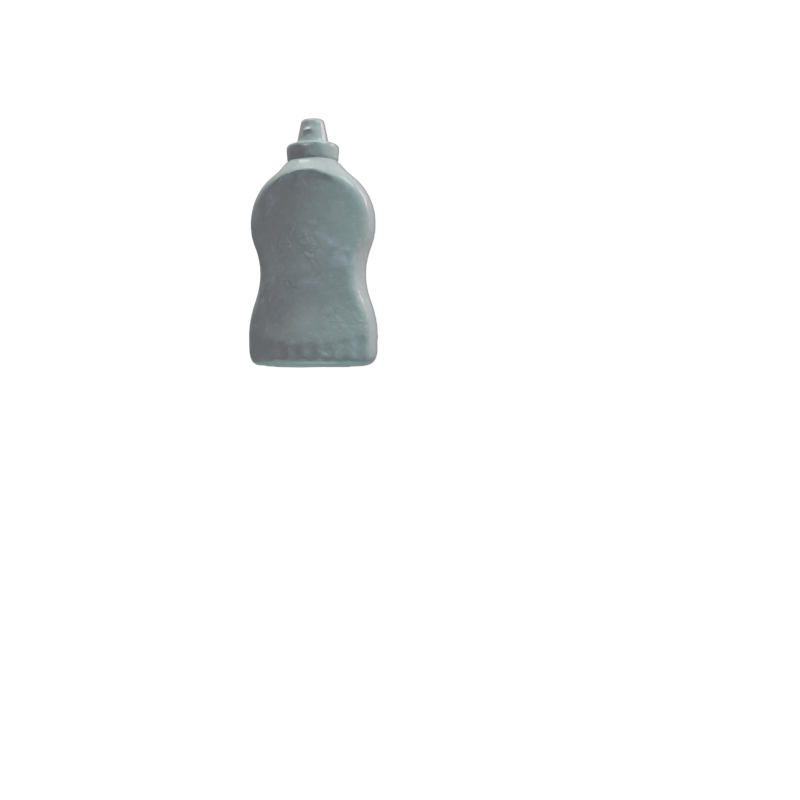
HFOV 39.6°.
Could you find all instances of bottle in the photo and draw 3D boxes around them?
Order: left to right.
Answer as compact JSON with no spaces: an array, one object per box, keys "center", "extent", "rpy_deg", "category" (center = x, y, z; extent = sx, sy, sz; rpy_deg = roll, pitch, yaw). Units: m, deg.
[{"center":[-0.067,-0.122,0.856],"extent":[0.098,0.195,0.056],"rpy_deg":[-2,-8,15],"category":"bottle"}]
